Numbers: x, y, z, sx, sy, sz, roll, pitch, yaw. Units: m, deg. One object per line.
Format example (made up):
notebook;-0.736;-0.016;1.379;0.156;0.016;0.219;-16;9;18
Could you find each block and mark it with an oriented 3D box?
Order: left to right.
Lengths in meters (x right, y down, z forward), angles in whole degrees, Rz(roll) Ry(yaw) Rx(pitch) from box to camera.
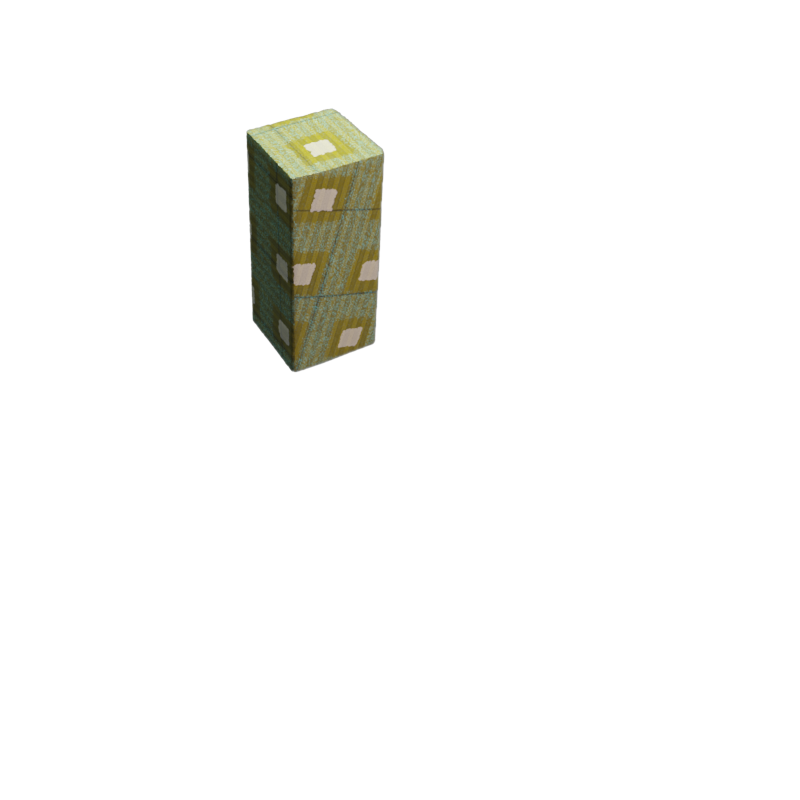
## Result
block;-0.077;-0.141;0.986;0.089;0.193;0.098;-18;43;-25
